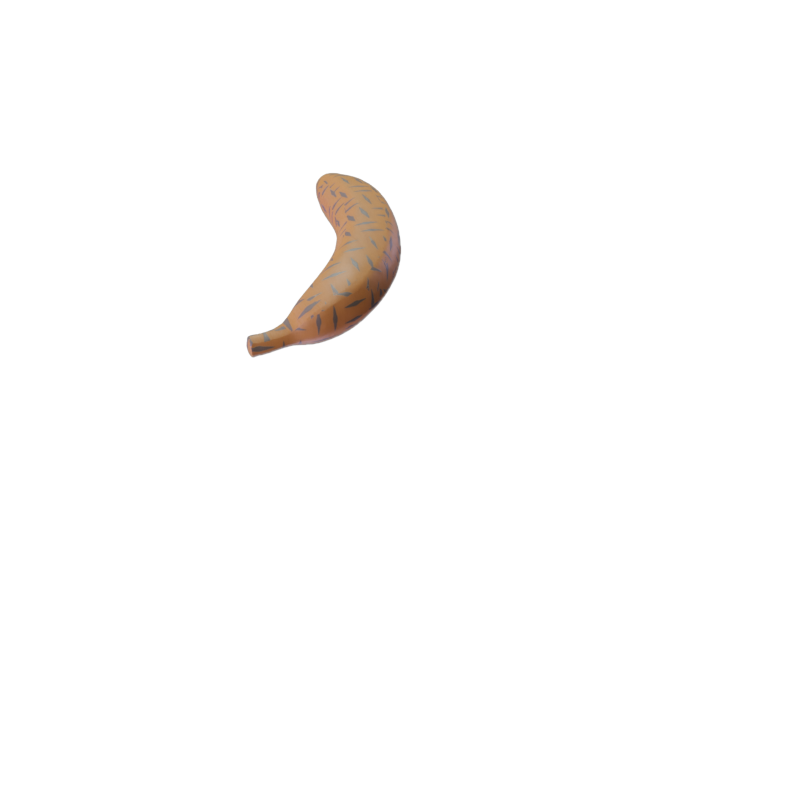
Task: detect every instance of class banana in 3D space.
[{"bbox_3d":[-0.033,-0.088,0.644,0.070,0.034,0.208,5,34,7],"label":"banana"}]
